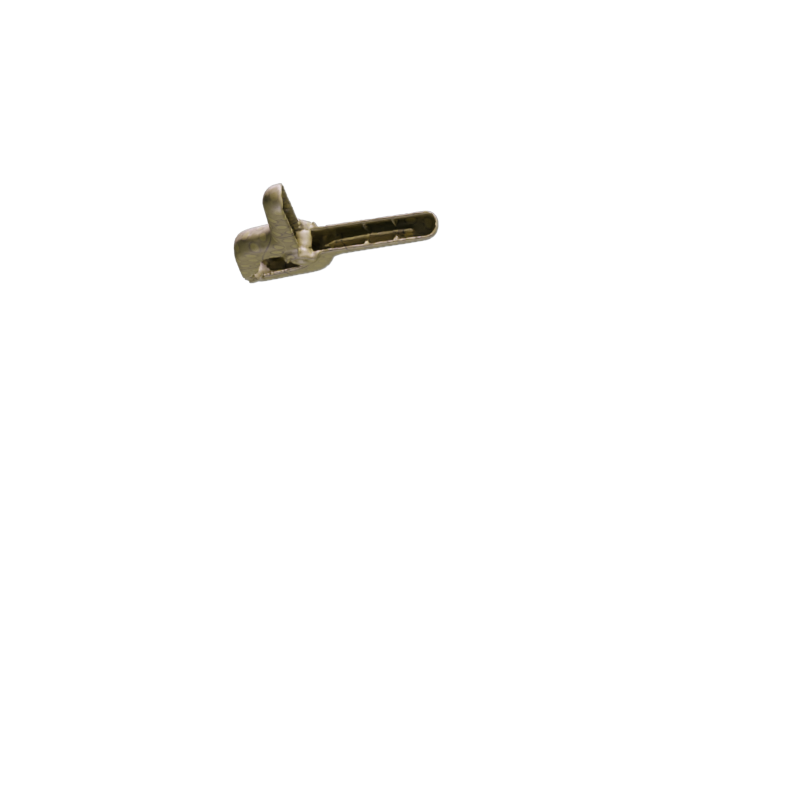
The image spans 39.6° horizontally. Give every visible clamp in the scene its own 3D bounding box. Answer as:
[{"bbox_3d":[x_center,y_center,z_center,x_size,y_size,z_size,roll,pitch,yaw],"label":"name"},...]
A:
[{"bbox_3d":[-0.077,-0.141,0.987,0.159,0.038,0.210,5,-12,-26],"label":"clamp"}]
